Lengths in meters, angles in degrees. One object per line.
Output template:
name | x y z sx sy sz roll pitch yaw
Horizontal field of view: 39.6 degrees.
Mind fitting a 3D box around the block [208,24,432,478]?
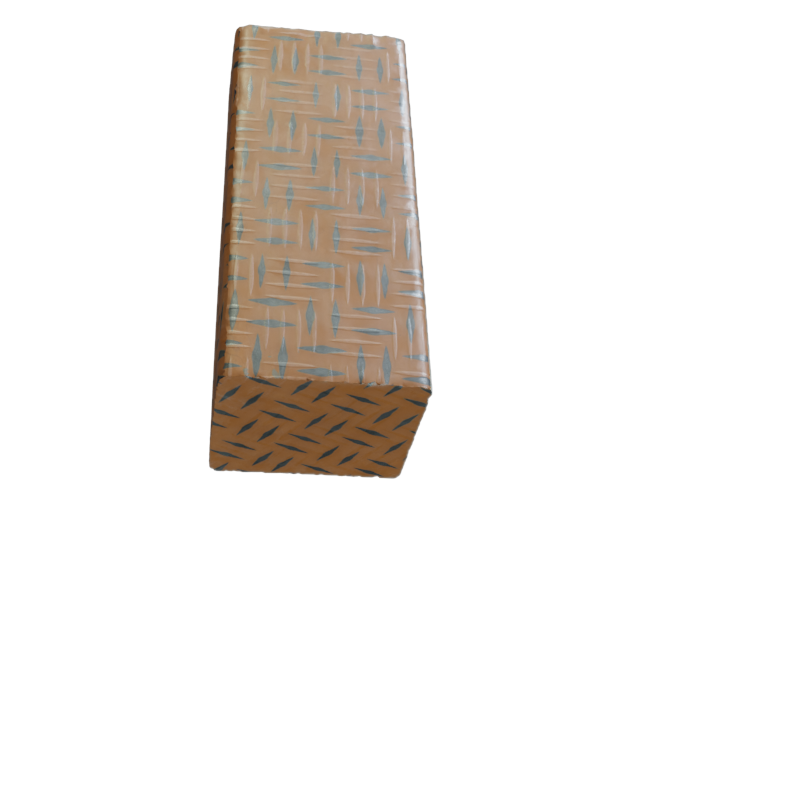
block | -0.043 -0.078 0.542 0.090 0.221 0.085 3 -34 -8
